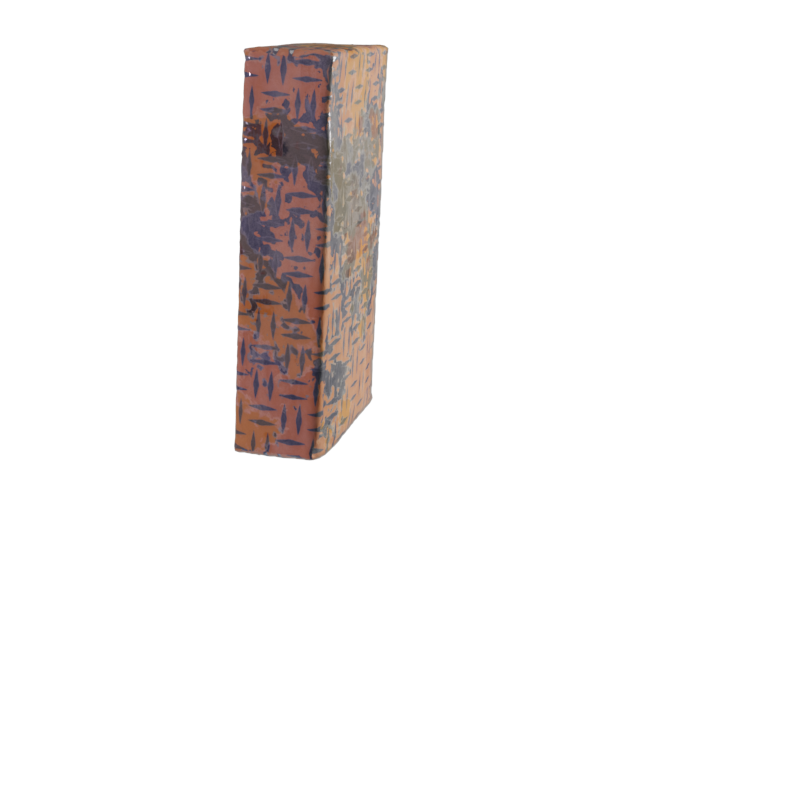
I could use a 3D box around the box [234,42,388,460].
[{"bbox_3d":[-0.039,-0.072,0.502,0.049,0.171,0.094,4,13,14],"label":"box"}]
